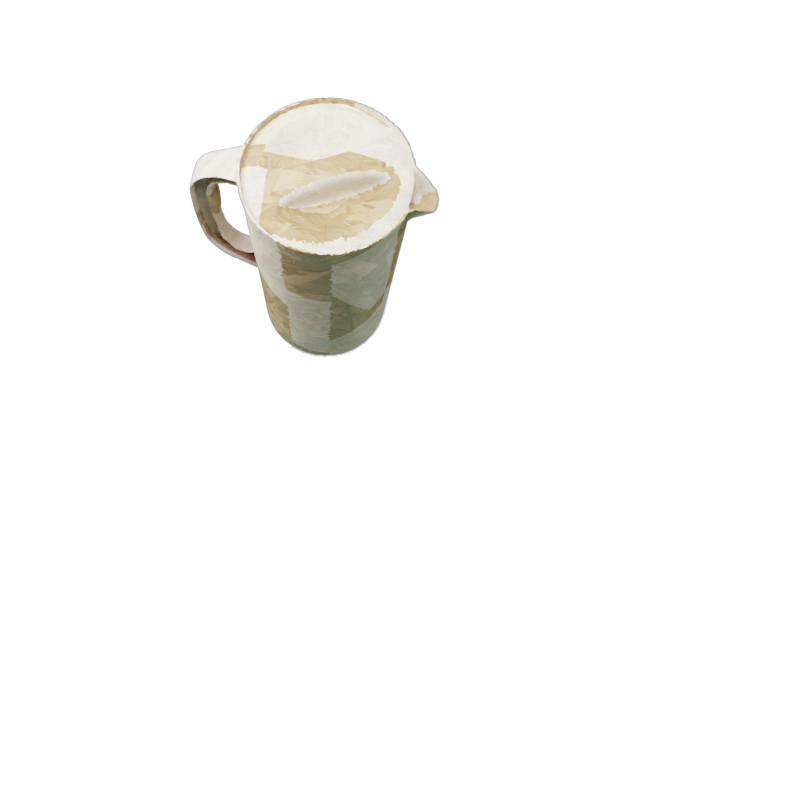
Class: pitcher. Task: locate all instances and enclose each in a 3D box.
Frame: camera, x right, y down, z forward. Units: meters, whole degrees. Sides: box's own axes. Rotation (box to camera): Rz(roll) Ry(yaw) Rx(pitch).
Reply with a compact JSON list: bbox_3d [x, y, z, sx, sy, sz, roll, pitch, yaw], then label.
[{"bbox_3d":[-0.071,-0.130,0.908,0.145,0.157,0.231,-34,-17,-16],"label":"pitcher"}]
